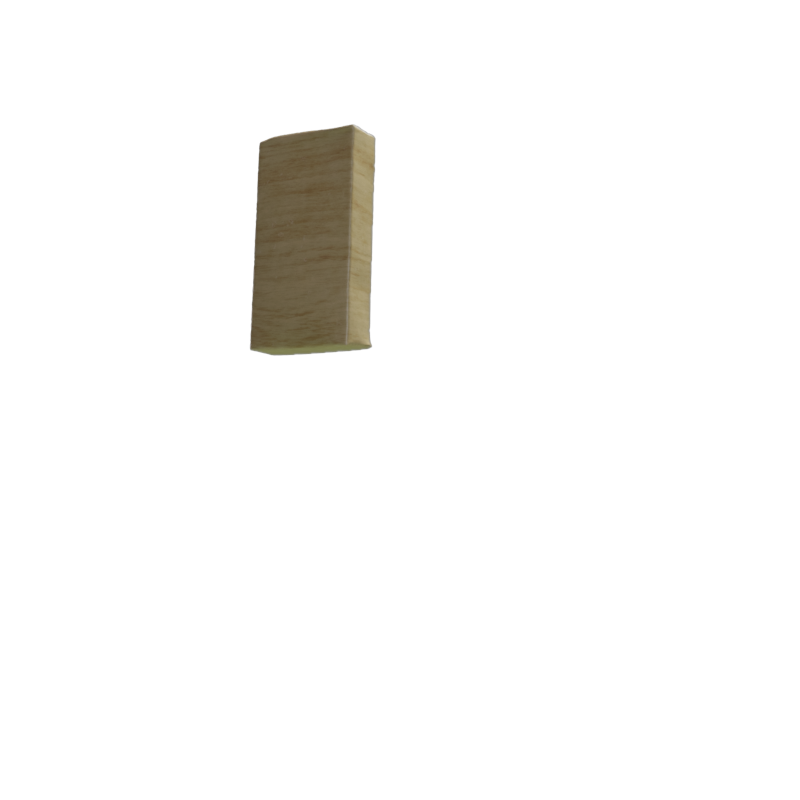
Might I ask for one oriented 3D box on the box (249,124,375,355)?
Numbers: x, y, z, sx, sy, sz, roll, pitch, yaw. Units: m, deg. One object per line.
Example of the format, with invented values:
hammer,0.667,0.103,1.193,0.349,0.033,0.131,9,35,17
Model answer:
box,-0.070,-0.127,0.886,0.096,0.181,0.046,-6,-11,29
